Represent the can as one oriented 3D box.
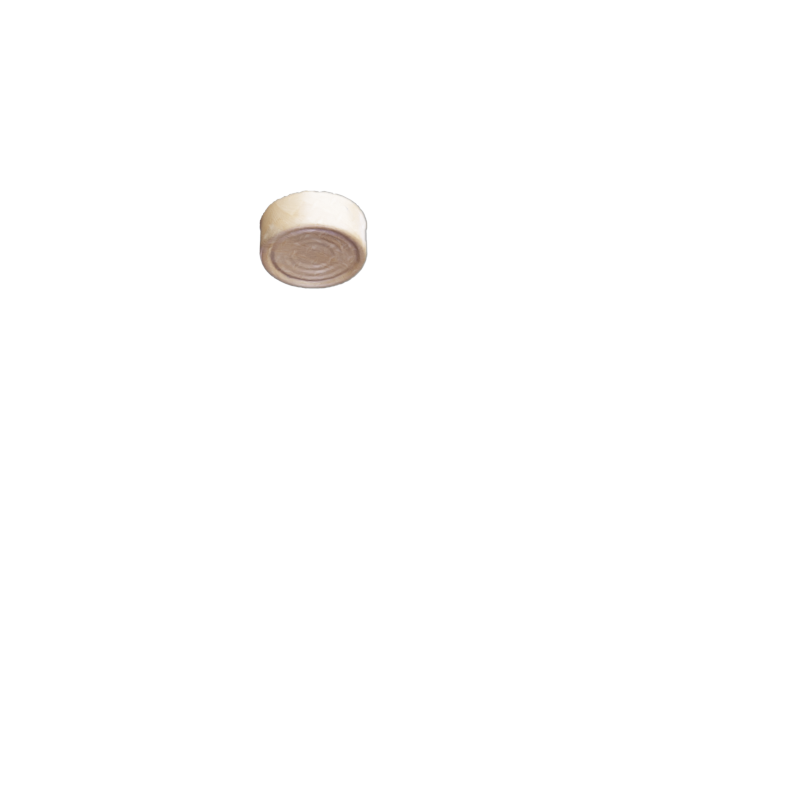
[{"bbox_3d":[-0.068,-0.125,0.873,0.086,0.036,0.080,1,-34,-2],"label":"can"}]
